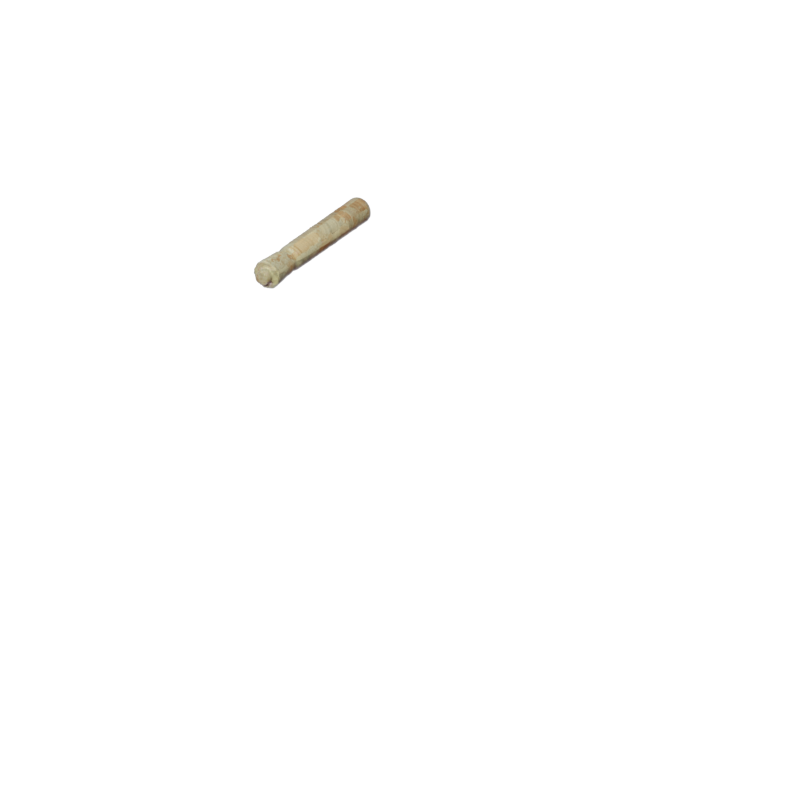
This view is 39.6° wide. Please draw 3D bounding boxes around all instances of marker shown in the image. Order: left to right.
[{"bbox_3d":[-0.057,-0.104,0.727,0.020,0.019,0.123,2,29,31],"label":"marker"}]
